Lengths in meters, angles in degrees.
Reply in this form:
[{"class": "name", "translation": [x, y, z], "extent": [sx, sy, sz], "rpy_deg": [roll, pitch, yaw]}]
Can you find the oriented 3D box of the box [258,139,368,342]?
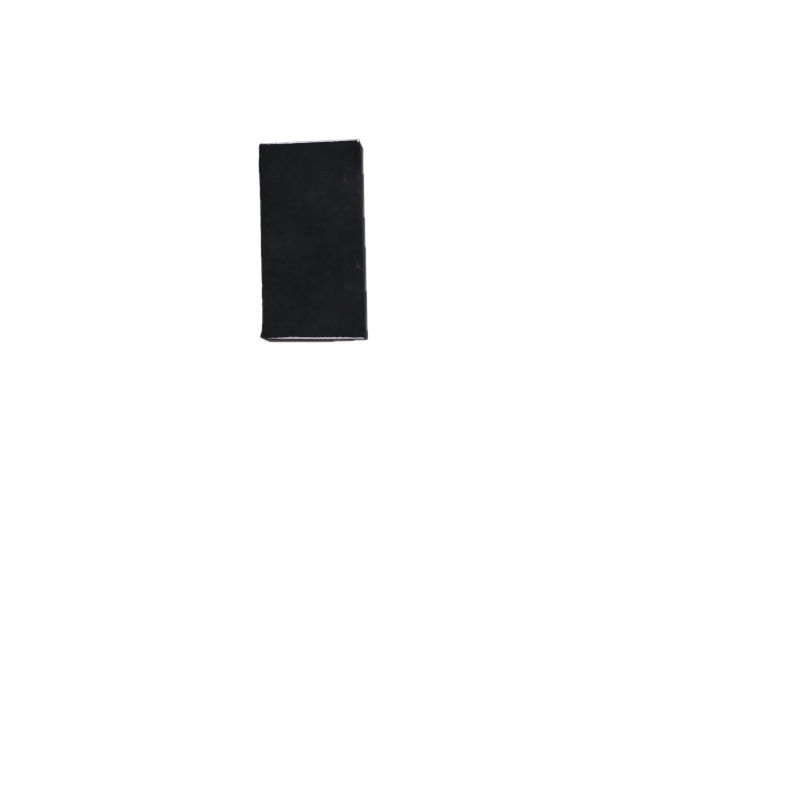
[{"class": "box", "translation": [-0.077, -0.141, 0.985], "extent": [0.094, 0.180, 0.047], "rpy_deg": [-1, -9, 7]}]
